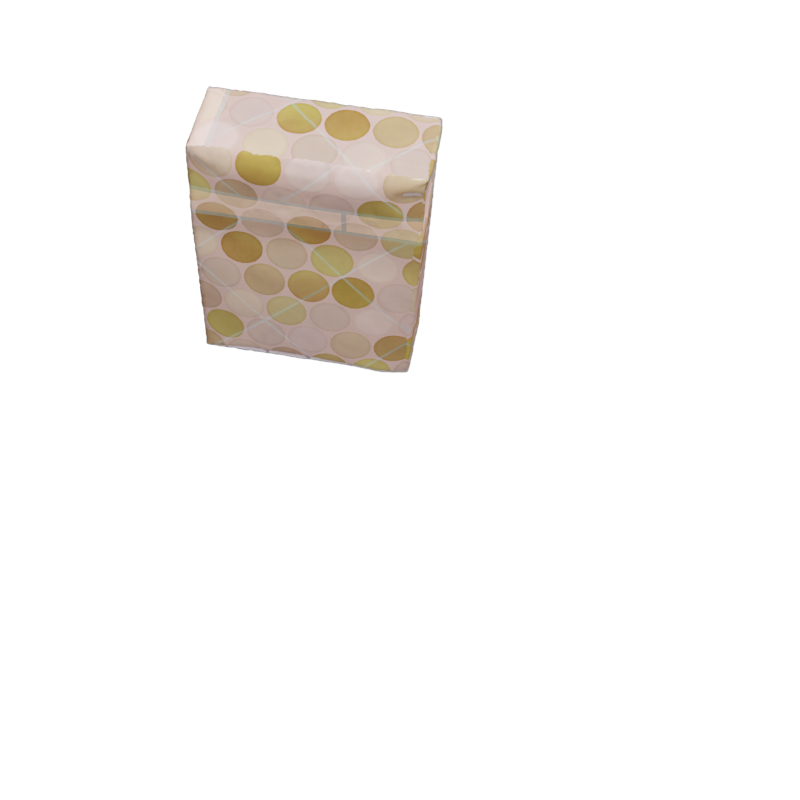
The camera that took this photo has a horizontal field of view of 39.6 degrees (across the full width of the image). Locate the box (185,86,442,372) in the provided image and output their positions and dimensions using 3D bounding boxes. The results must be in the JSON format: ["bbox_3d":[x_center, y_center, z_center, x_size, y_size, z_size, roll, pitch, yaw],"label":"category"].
[{"bbox_3d":[-0.063,-0.115,0.803,0.166,0.076,0.199,10,-37,5],"label":"box"}]
